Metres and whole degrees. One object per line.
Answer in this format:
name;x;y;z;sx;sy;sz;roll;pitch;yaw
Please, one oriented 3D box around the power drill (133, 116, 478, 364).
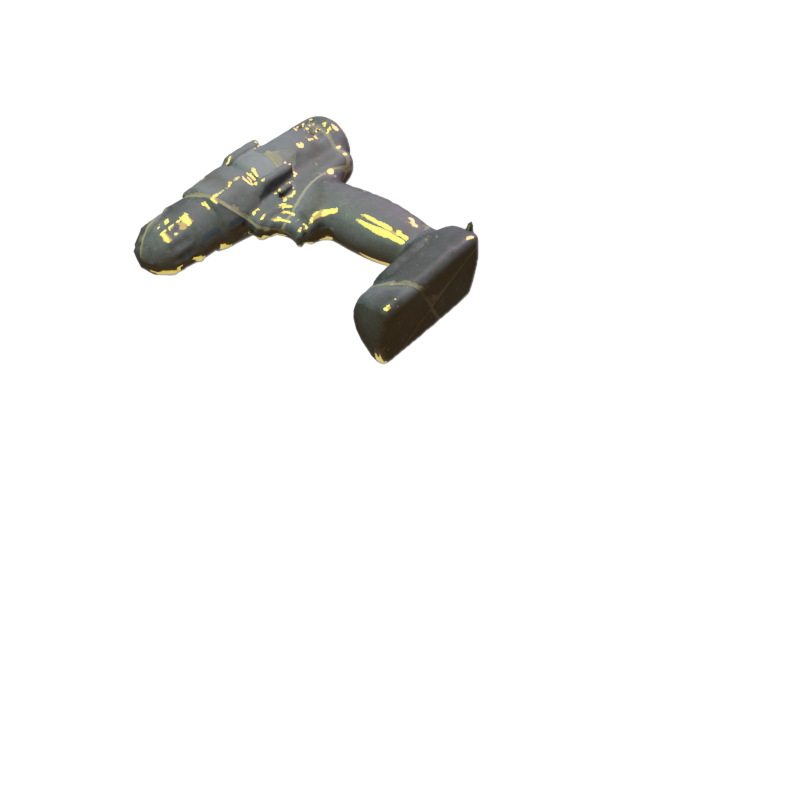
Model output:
power drill;-0.058;-0.106;0.739;0.199;0.053;0.186;36;58;26
